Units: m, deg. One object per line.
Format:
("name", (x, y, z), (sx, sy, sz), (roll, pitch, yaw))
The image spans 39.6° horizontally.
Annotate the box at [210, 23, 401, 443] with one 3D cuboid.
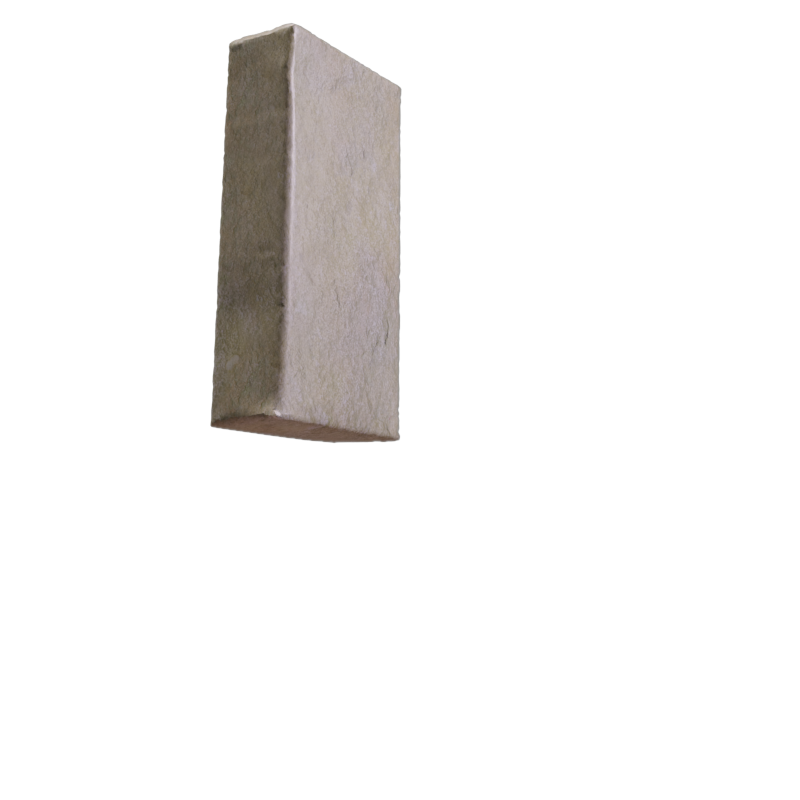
("box", (-0.040, -0.073, 0.510), (0.049, 0.183, 0.088), (-11, -17, 33))
